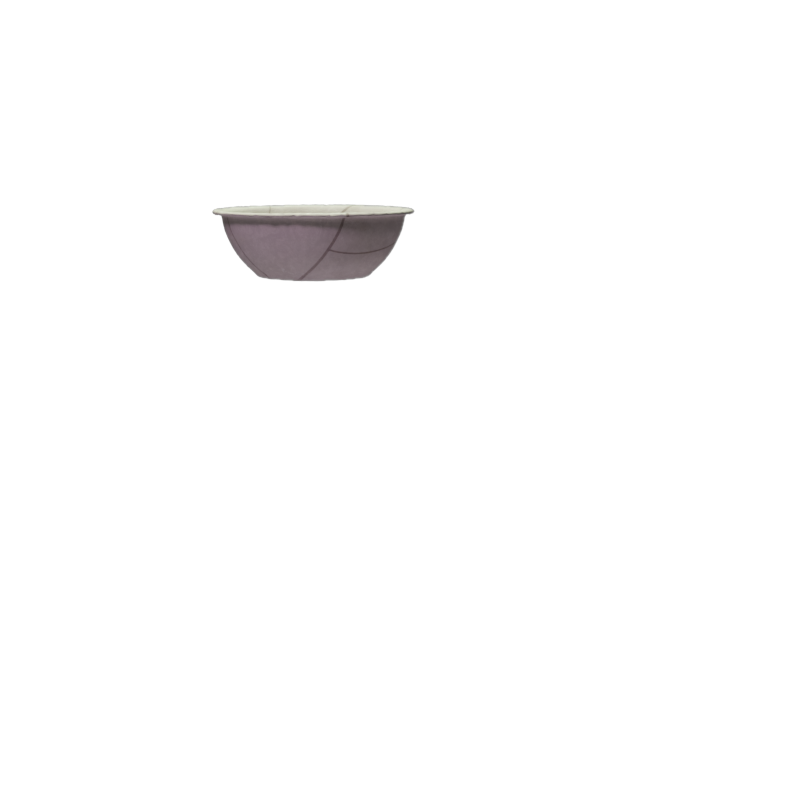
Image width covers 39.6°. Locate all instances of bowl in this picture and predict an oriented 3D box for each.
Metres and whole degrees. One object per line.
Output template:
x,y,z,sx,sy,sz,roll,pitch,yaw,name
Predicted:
-0.070,-0.127,0.891,0.162,0.054,0.165,0,11,-2,bowl
